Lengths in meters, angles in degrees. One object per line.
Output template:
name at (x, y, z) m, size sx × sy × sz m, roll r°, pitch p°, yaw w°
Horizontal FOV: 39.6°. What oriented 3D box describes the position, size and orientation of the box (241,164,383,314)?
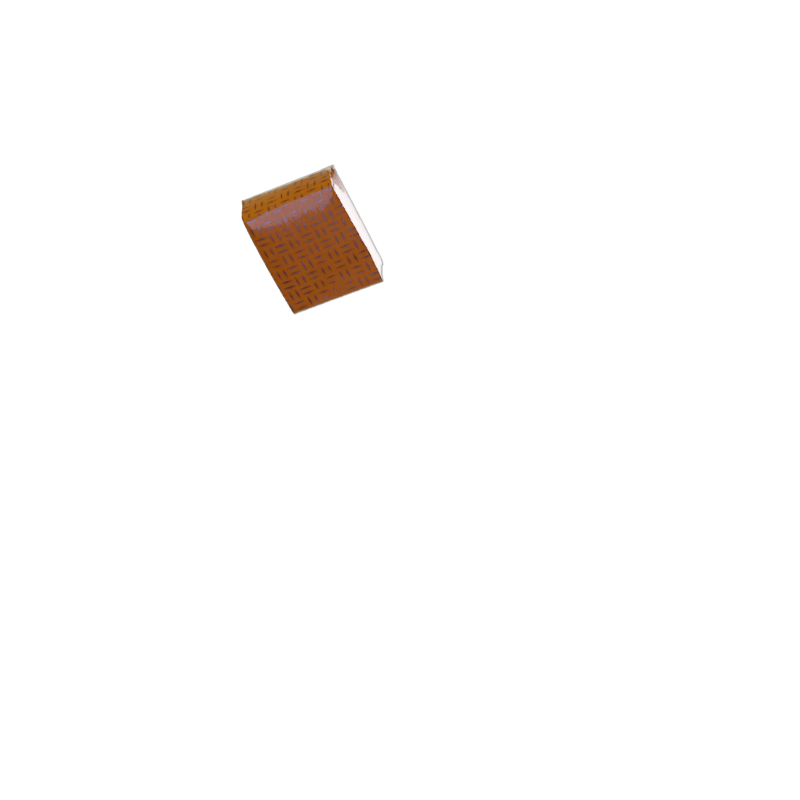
box at (-0.076, -0.138, 0.970) m, size 0.090 × 0.106 × 0.042 m, roll -20°, pitch 34°, yaw 13°
